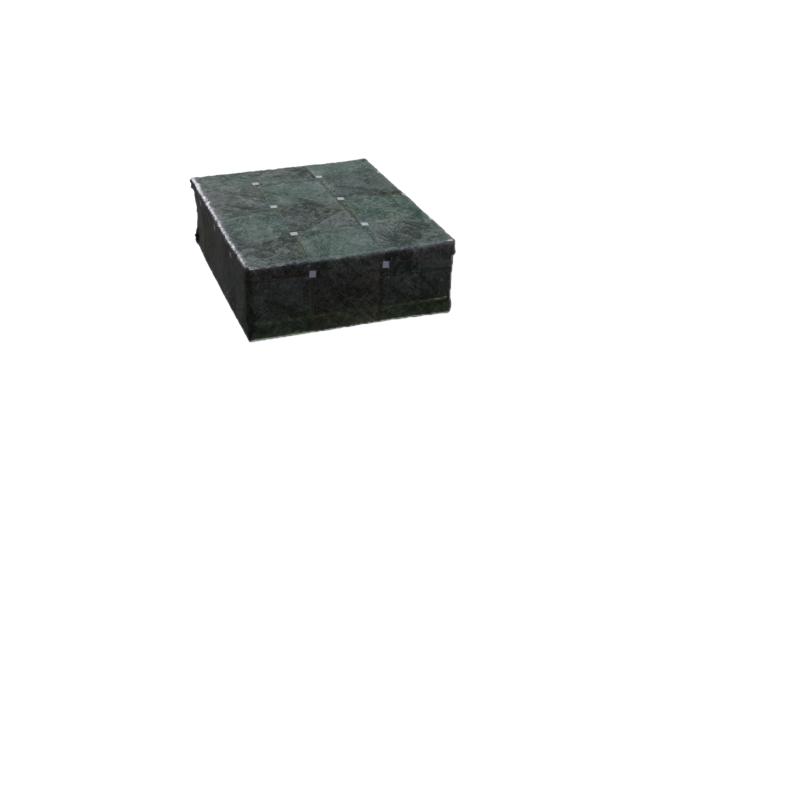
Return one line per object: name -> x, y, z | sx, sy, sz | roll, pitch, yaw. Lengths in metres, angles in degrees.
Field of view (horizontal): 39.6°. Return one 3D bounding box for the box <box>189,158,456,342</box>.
box -> -0.039, -0.071, 0.494 | 0.088, 0.037, 0.122 | -9, 29, -18
